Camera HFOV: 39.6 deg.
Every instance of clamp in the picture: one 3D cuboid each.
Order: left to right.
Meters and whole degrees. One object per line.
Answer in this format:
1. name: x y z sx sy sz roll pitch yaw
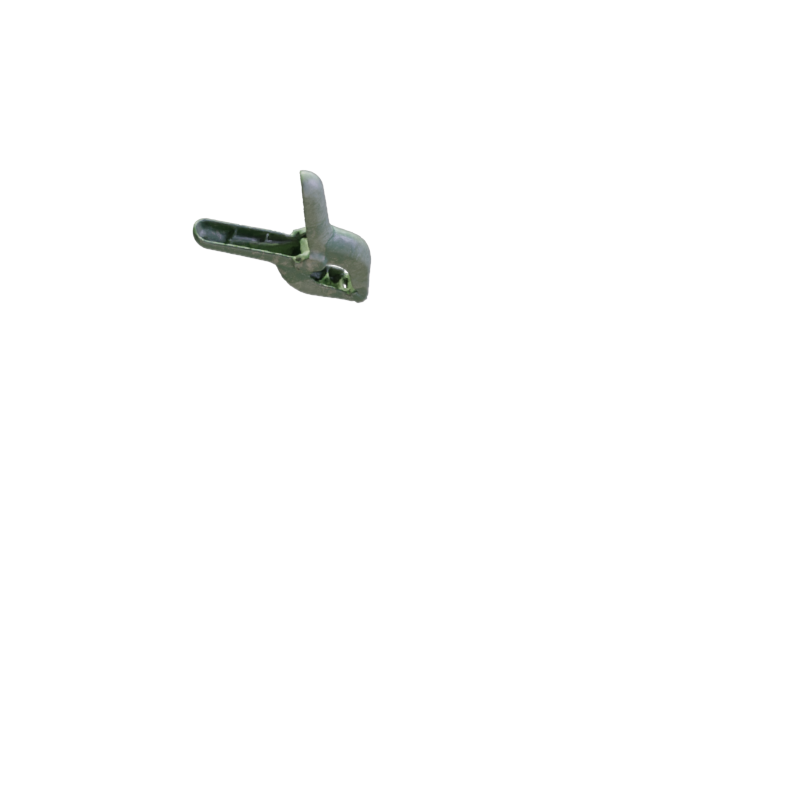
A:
1. clamp: -0.071 -0.130 0.913 0.121 0.041 0.161 -19 -29 39
